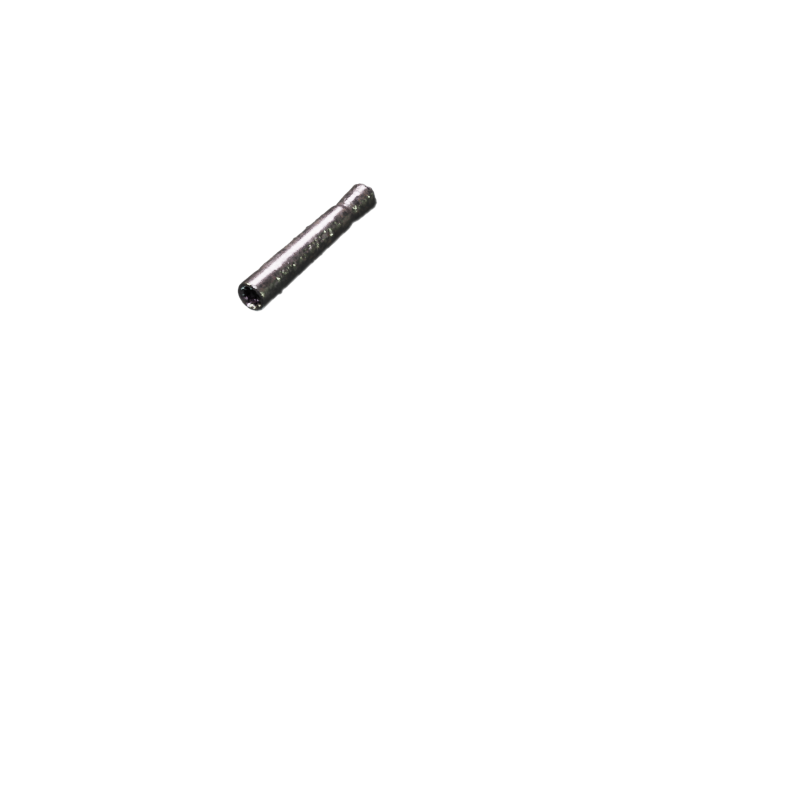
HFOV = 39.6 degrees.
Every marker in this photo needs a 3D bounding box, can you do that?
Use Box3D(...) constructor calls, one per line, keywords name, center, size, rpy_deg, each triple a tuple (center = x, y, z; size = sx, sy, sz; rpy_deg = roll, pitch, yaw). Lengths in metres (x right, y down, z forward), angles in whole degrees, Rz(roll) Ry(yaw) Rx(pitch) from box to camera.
Box3D(name="marker", center=(-0.051, -0.092, 0.646), size=(0.020, 0.019, 0.124), rpy_deg=(2, 37, 38))
